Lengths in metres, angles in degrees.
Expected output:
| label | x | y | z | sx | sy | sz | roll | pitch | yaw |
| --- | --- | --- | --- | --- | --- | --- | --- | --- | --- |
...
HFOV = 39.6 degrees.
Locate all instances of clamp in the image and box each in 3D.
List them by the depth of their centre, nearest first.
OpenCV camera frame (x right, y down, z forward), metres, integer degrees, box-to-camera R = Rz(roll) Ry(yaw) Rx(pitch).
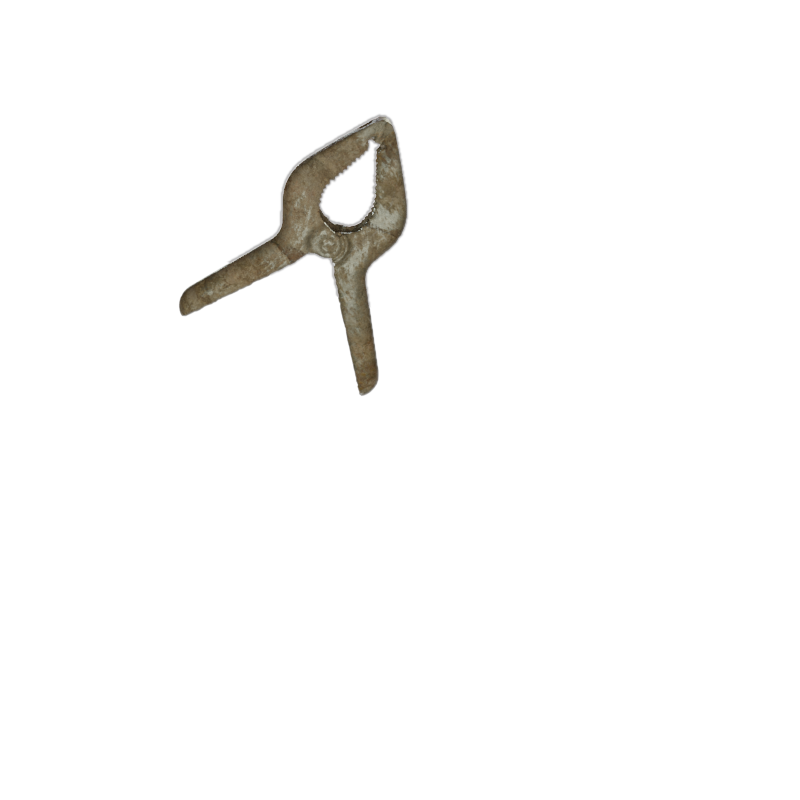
| label | x | y | z | sx | sy | sz | roll | pitch | yaw |
| --- | --- | --- | --- | --- | --- | --- | --- | --- | --- |
| clamp | -0.065 | -0.119 | 0.833 | 0.163 | 0.204 | 0.038 | 18 | 15 | -5 |
